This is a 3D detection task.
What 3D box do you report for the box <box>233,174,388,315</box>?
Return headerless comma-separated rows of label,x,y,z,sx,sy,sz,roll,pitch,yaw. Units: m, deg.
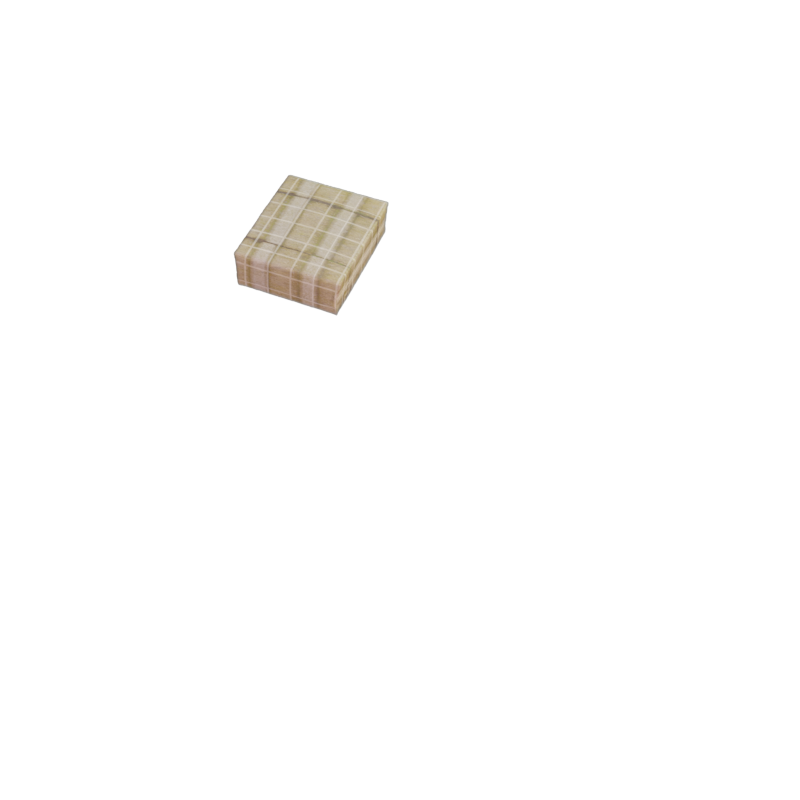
box,-0.070,-0.127,0.891,0.092,0.118,0.036,15,-41,13
